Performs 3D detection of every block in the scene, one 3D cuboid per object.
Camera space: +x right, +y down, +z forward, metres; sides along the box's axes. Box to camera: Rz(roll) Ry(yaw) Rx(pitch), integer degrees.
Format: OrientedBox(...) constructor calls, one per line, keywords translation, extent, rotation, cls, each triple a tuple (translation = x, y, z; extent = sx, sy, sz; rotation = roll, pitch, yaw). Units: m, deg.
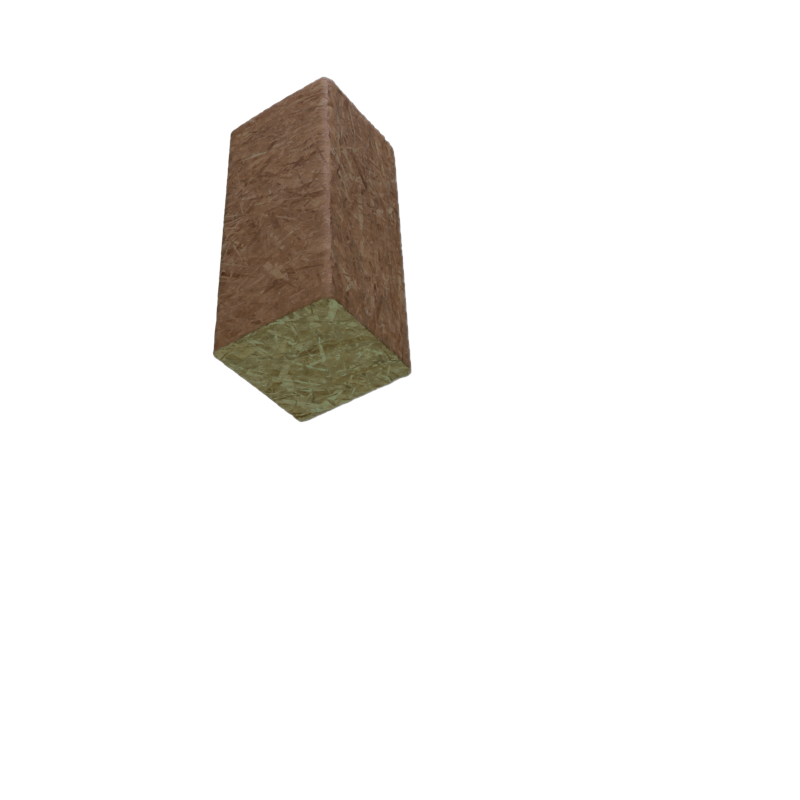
OrientedBox(translation=(-0.057, -0.106, 0.739), extent=(0.090, 0.221, 0.084), rotation=(-26, -46, 24), cls="block")
